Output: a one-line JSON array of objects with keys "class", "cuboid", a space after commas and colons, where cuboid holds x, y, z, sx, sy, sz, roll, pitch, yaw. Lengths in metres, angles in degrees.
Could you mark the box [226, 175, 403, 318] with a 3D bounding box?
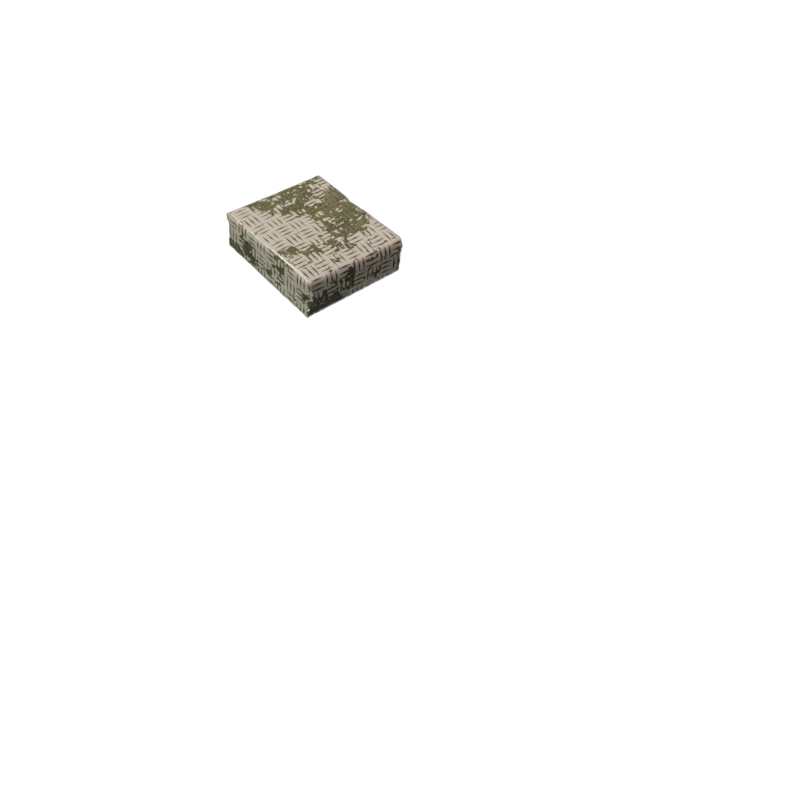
[{"class": "box", "cuboid": [-0.054, -0.099, 0.695, 0.073, 0.028, 0.096, -27, 49, -27]}]
